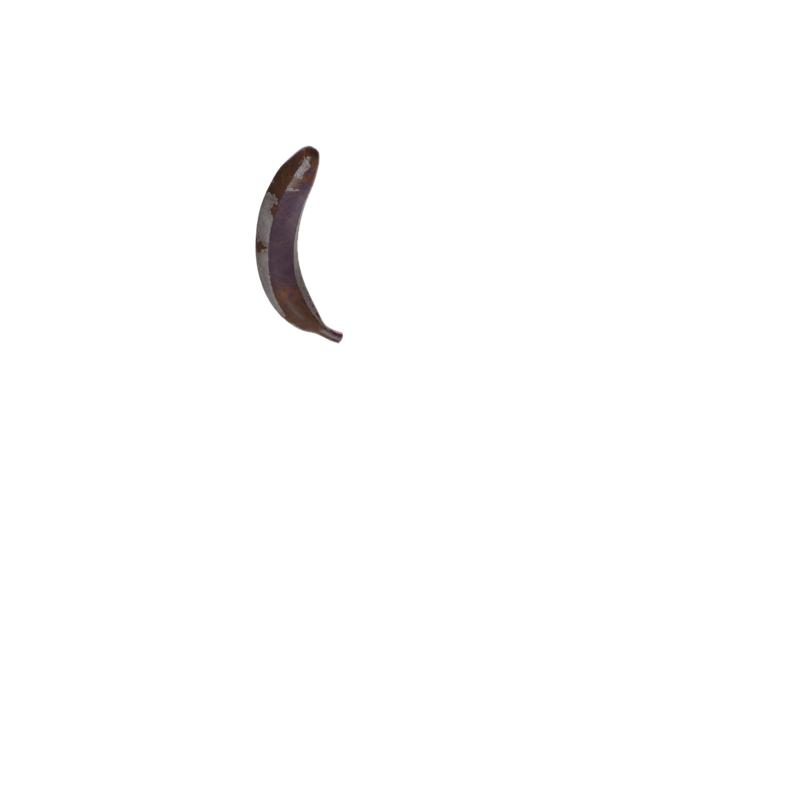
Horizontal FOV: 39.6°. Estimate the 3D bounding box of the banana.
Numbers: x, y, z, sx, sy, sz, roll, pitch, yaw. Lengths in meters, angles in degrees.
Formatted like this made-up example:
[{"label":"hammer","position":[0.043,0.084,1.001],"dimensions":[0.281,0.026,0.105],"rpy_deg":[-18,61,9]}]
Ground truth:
[{"label":"banana","position":[-0.095,-0.135,0.981],"dimensions":[0.070,0.185,0.039],"rpy_deg":[-5,34,2]}]
